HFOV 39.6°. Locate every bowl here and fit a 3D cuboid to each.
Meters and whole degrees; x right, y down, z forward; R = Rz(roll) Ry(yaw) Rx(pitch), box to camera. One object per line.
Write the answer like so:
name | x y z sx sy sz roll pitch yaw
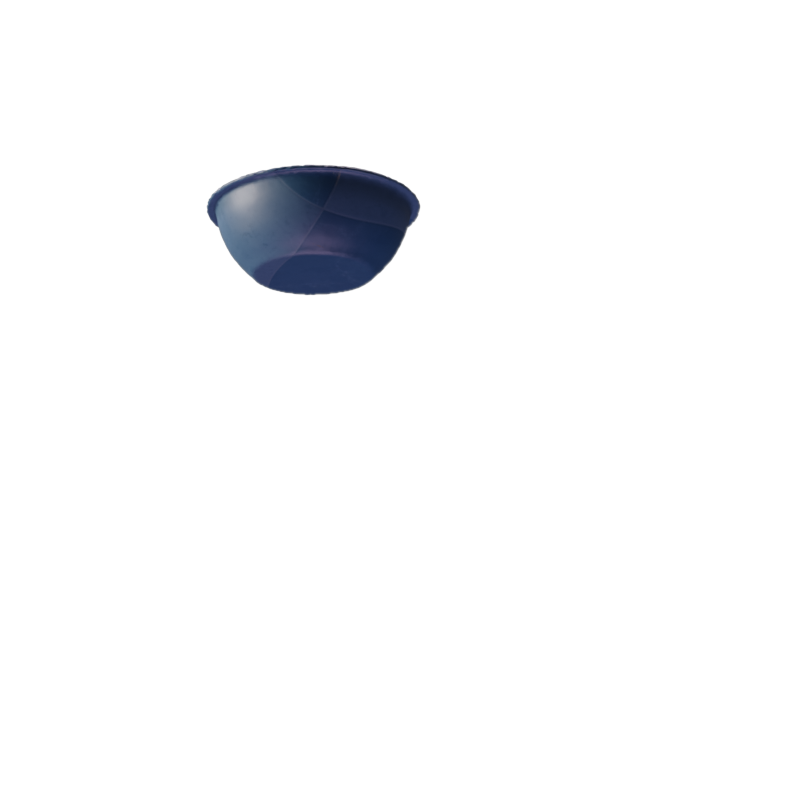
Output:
bowl | -0.065 -0.119 0.833 0.162 0.057 0.156 0 -15 -2
